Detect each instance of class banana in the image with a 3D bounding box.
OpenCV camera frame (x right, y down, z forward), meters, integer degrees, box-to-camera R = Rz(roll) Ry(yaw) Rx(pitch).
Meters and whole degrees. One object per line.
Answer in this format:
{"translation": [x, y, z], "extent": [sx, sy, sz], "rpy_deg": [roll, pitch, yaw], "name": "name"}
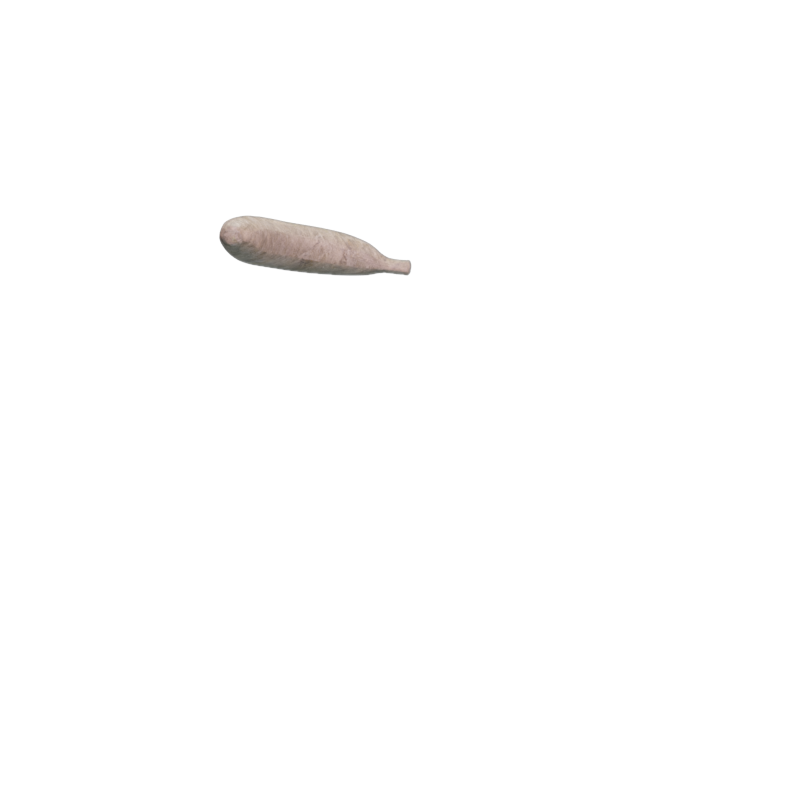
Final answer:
{"translation": [-0.077, -0.119, 0.850], "extent": [0.072, 0.037, 0.189], "rpy_deg": [-2, -2, 42], "name": "banana"}
